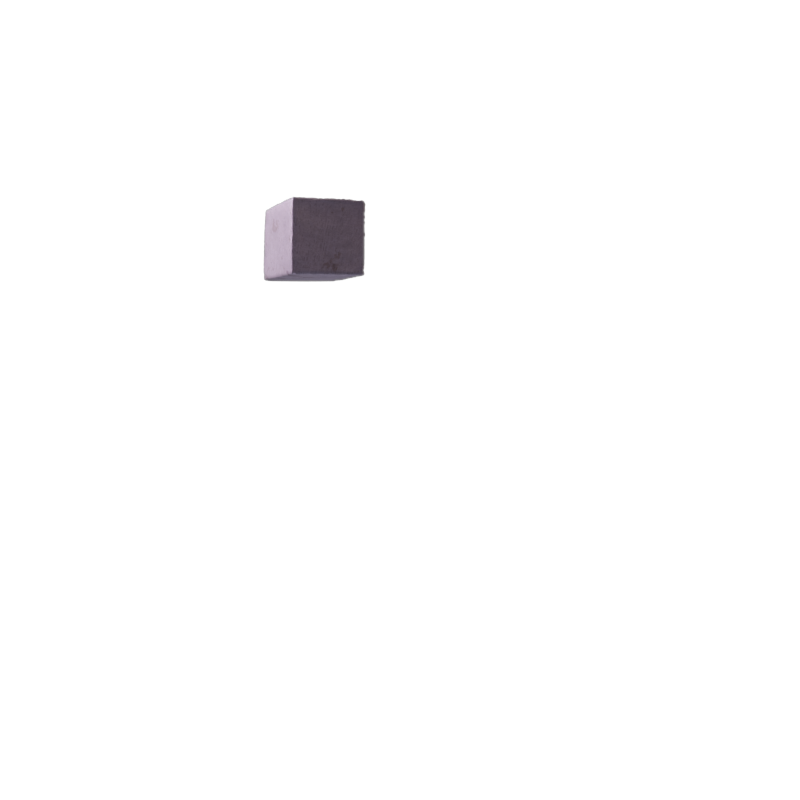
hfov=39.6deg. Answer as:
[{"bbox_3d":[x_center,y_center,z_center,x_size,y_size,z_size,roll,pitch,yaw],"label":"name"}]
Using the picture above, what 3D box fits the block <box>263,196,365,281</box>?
[{"bbox_3d":[-0.060,-0.110,0.768,0.051,0.052,0.079,0,0,-20],"label":"block"}]
